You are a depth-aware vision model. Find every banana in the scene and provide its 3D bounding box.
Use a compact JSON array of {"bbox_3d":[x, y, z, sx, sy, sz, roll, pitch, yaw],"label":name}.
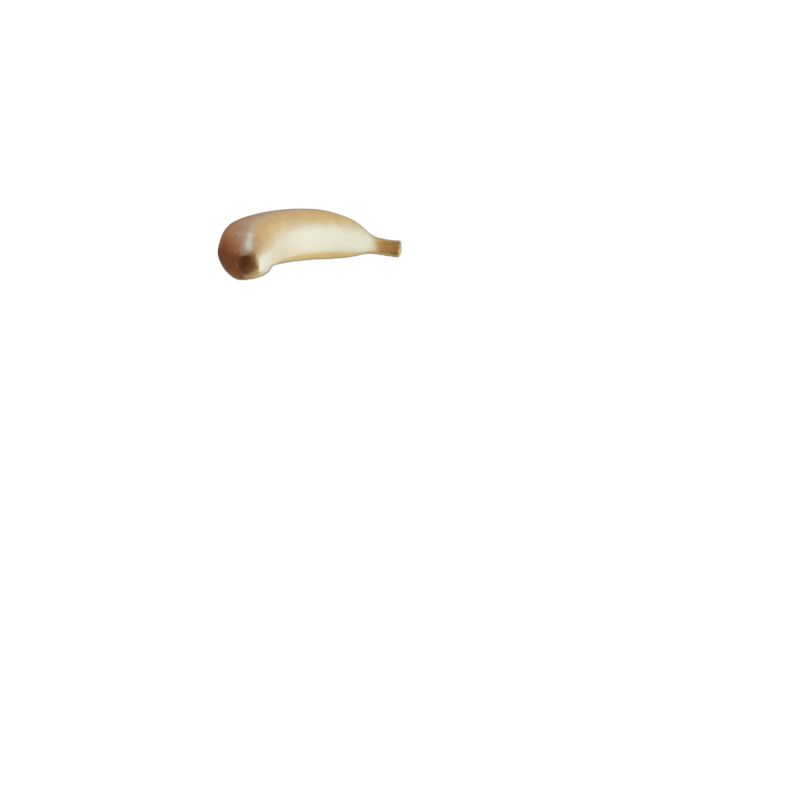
[{"bbox_3d":[-0.070,-0.103,0.712,0.072,0.036,0.195,6,14,26],"label":"banana"}]
